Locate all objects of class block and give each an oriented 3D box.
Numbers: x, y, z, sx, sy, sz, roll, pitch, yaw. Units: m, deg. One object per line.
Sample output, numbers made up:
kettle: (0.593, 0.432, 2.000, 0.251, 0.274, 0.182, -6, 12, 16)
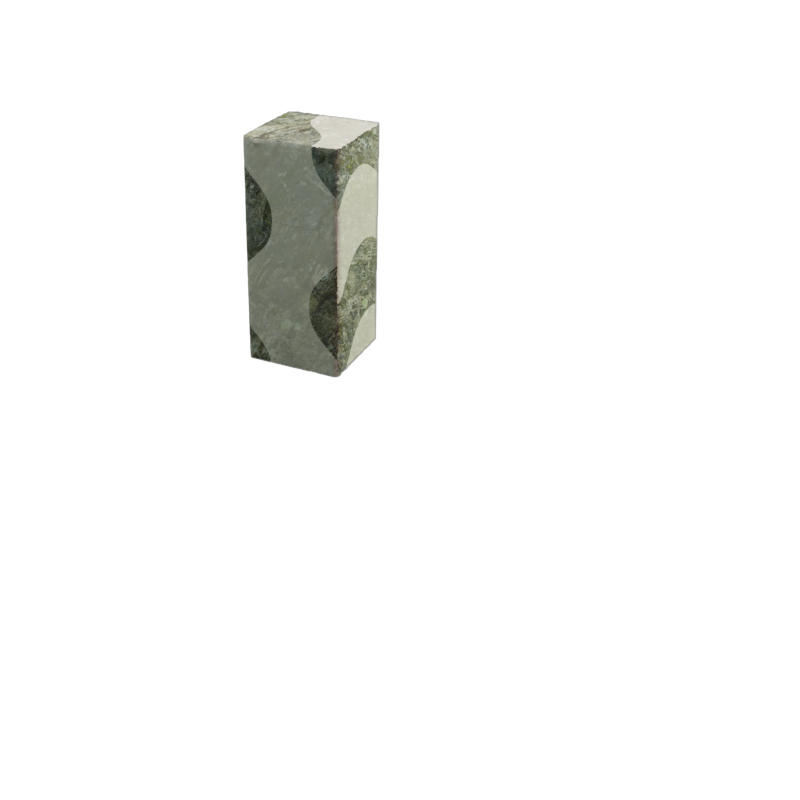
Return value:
block: (-0.076, -0.138, 0.968, 0.094, 0.196, 0.092, 12, 26, 21)
